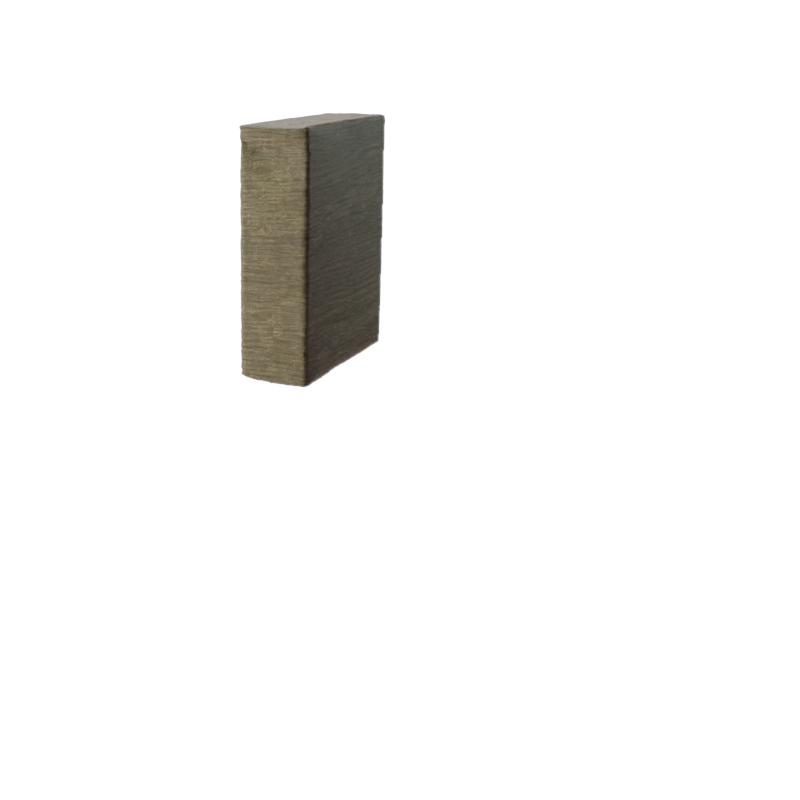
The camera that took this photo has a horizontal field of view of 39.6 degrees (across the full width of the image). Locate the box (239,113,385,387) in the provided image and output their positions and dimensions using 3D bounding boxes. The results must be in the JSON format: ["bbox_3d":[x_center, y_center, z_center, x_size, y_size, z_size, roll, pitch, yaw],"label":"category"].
[{"bbox_3d":[-0.075,-0.137,0.962,0.074,0.208,0.164,5,14,21],"label":"box"}]
